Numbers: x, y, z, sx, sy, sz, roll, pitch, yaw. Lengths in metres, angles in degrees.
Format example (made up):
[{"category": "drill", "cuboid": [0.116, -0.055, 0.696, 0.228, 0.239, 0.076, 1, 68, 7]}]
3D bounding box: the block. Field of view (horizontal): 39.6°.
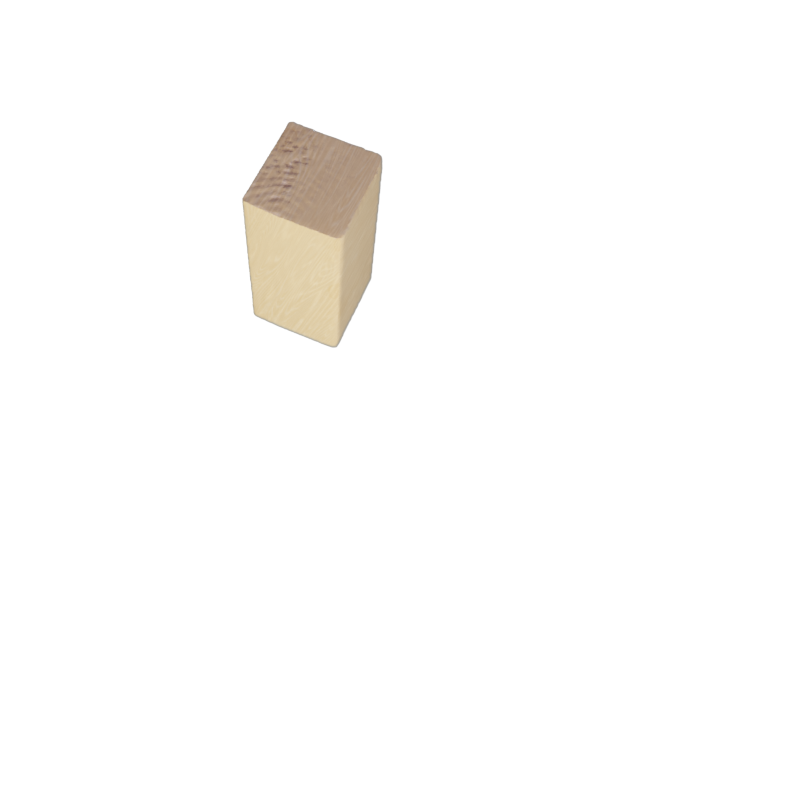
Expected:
[{"category": "block", "cuboid": [-0.077, -0.140, 0.987, 0.092, 0.094, 0.195, 23, -24, 7]}]
